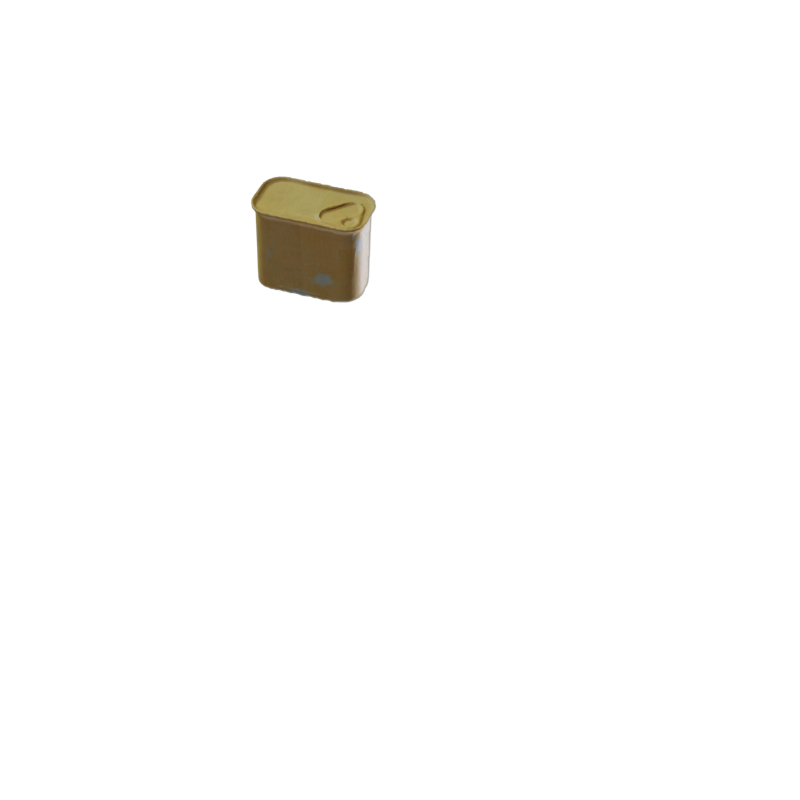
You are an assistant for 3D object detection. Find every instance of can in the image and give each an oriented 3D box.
[{"bbox_3d":[-0.074,-0.136,0.949,0.105,0.078,0.060,14,42,13],"label":"can"}]
